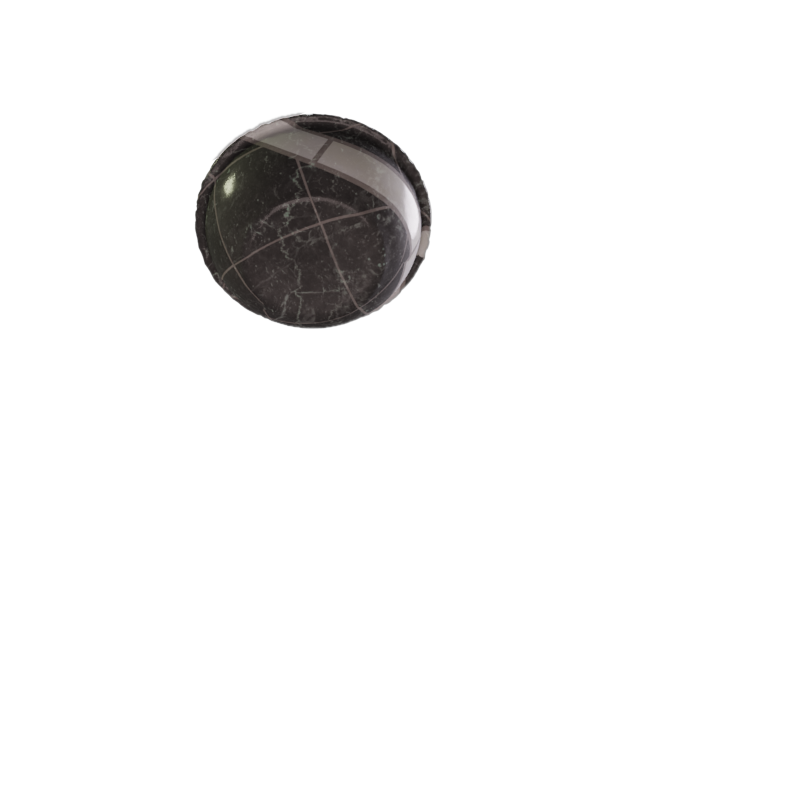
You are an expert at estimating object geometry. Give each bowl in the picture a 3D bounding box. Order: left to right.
[{"bbox_3d":[-0.057,-0.105,0.734,0.162,0.153,0.058,1,29,-1],"label":"bowl"}]
